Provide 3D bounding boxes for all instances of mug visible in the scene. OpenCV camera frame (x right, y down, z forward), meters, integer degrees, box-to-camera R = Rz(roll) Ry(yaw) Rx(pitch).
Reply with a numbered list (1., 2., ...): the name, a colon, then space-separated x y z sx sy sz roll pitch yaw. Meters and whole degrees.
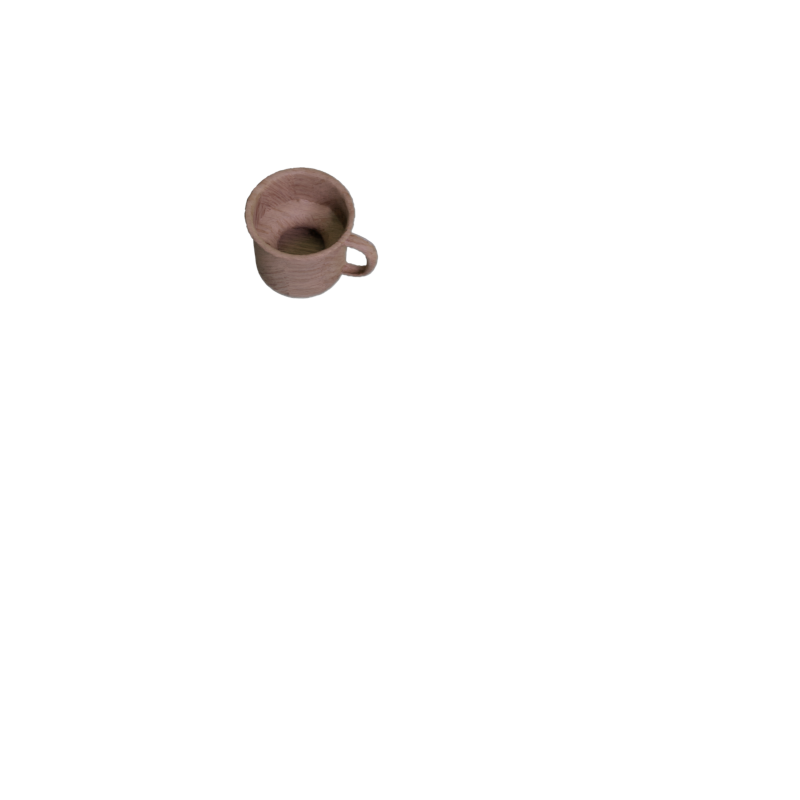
1. mug: -0.075 -0.137 0.957 0.119 0.097 0.077 17 -27 8
